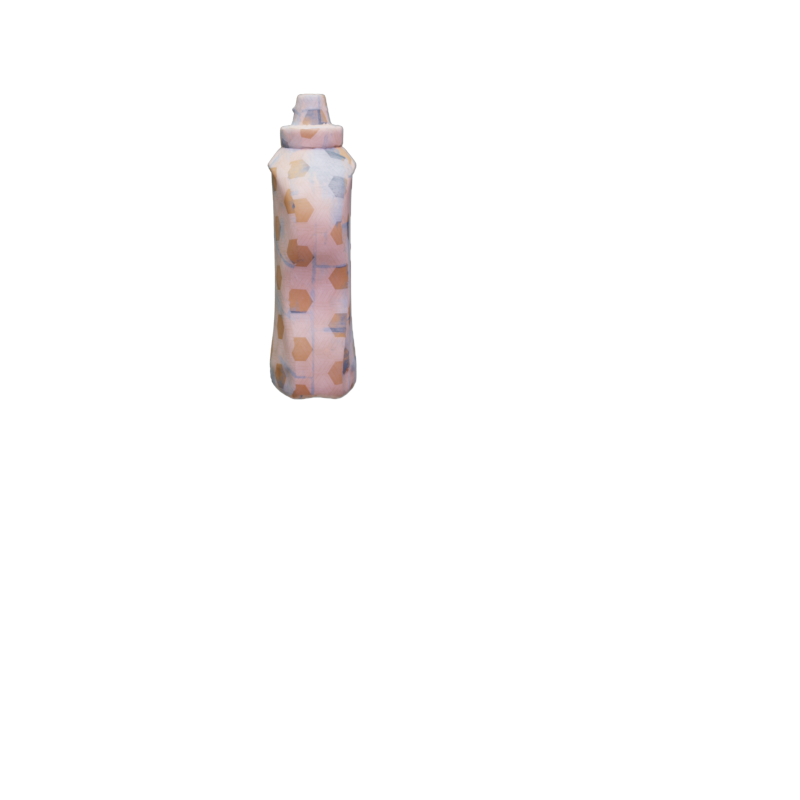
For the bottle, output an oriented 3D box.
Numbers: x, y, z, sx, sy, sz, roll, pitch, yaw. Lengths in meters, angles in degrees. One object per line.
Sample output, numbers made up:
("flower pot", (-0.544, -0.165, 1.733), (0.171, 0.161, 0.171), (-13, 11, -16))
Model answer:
("bottle", (-0.057, -0.104, 0.726), (0.058, 0.187, 0.099), (0, 11, -4))
